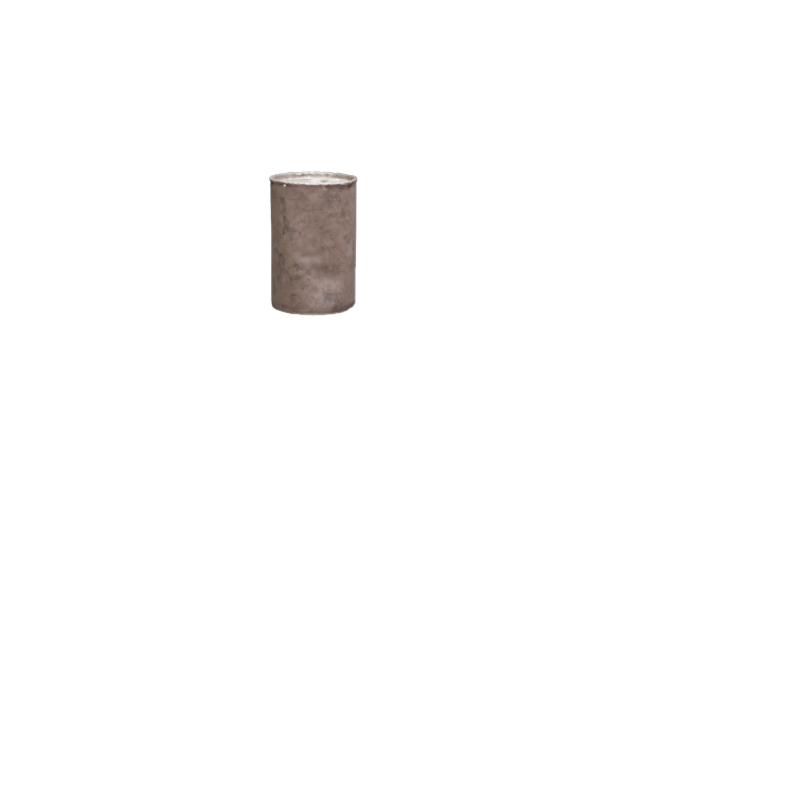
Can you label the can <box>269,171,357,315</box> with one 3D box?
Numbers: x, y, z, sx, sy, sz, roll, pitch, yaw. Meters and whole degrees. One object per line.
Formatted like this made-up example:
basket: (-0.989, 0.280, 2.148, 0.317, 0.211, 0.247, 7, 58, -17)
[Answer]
can: (-0.067, -0.123, 0.861, 0.068, 0.099, 0.071, 0, 14, -2)
